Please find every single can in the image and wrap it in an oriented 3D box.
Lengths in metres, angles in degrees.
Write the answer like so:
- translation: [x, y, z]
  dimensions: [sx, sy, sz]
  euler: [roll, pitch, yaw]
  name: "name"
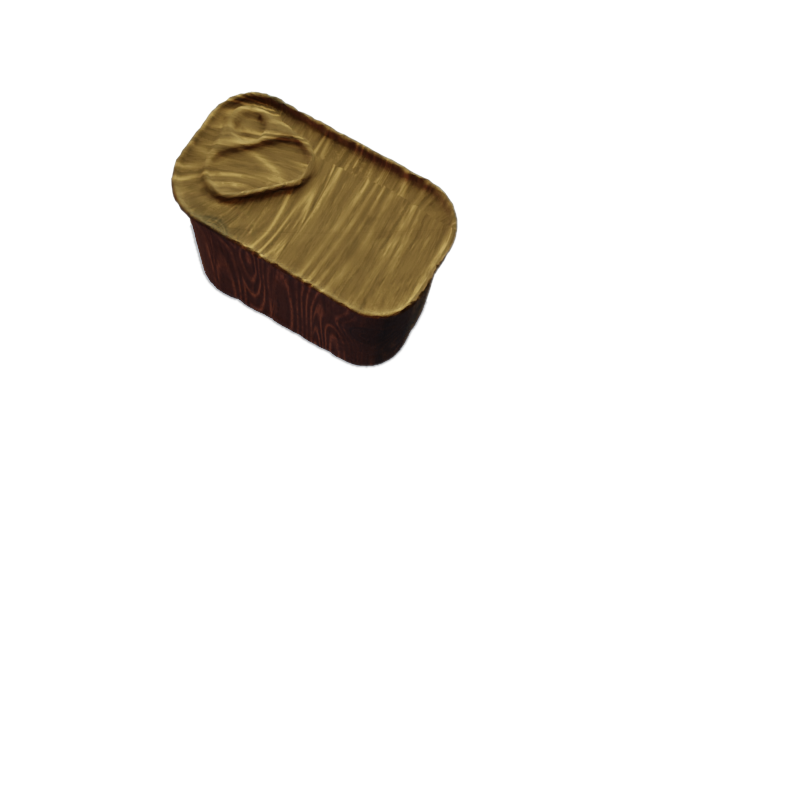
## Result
- translation: [-0.034, -0.062, 0.433]
  dimensions: [0.104, 0.059, 0.080]
  euler: [30, -15, 8]
  name: "can"
